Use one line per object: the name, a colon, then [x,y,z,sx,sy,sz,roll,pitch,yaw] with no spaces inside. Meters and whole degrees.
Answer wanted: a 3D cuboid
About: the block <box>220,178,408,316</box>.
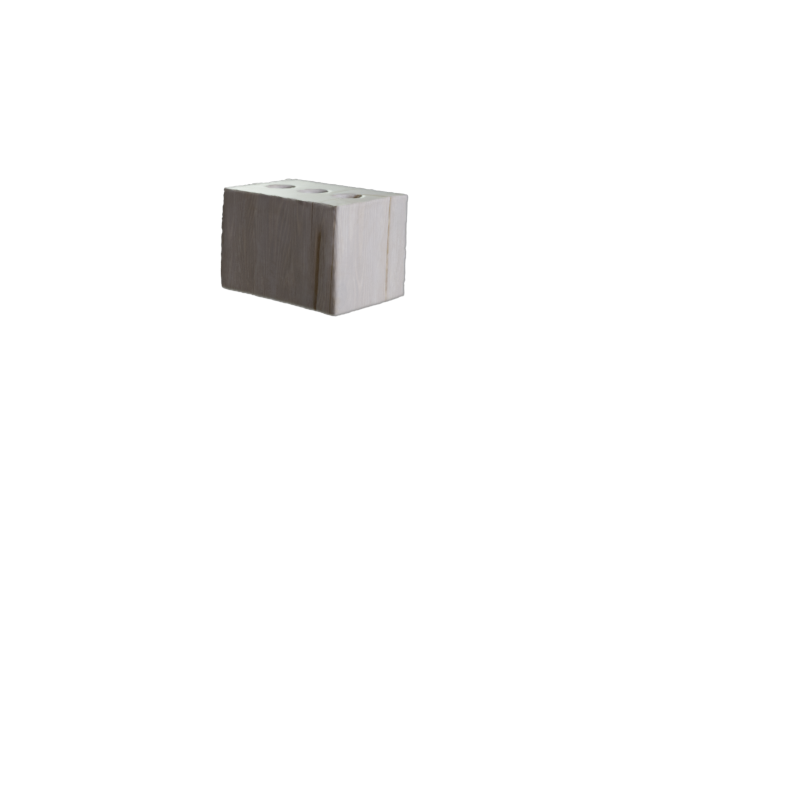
block: [-0.042,-0.076,0.534,0.082,0.050,0.052,15,21,39]
